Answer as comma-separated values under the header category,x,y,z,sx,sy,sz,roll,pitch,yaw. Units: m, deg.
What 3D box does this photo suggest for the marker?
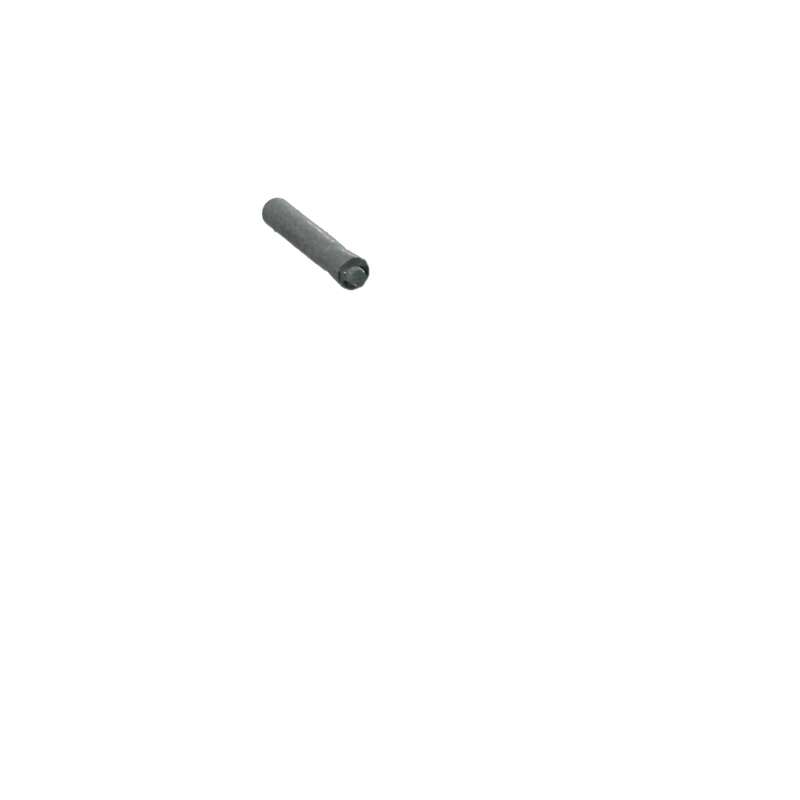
category,x,y,z,sx,sy,sz,roll,pitch,yaw
marker,-0.049,-0.090,0.628,0.019,0.019,0.129,-2,25,-26
